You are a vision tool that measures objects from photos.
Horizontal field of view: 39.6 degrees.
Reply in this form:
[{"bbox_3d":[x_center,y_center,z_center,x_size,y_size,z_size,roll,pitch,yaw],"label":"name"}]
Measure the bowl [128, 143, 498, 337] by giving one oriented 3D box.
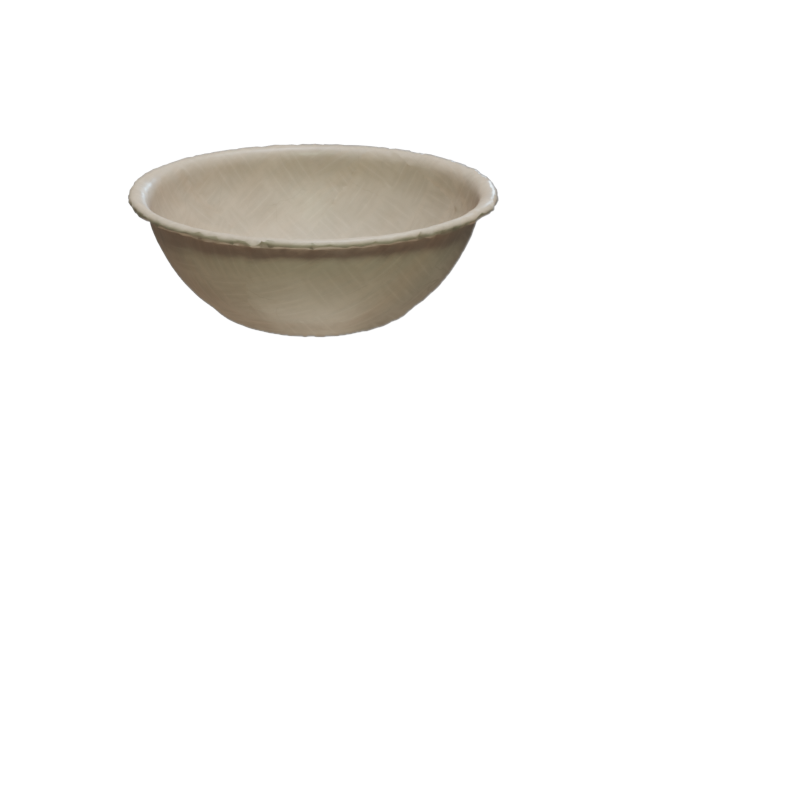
[{"bbox_3d":[-0.039,-0.071,0.497,0.162,0.052,0.171,-1,25,-2],"label":"bowl"}]
